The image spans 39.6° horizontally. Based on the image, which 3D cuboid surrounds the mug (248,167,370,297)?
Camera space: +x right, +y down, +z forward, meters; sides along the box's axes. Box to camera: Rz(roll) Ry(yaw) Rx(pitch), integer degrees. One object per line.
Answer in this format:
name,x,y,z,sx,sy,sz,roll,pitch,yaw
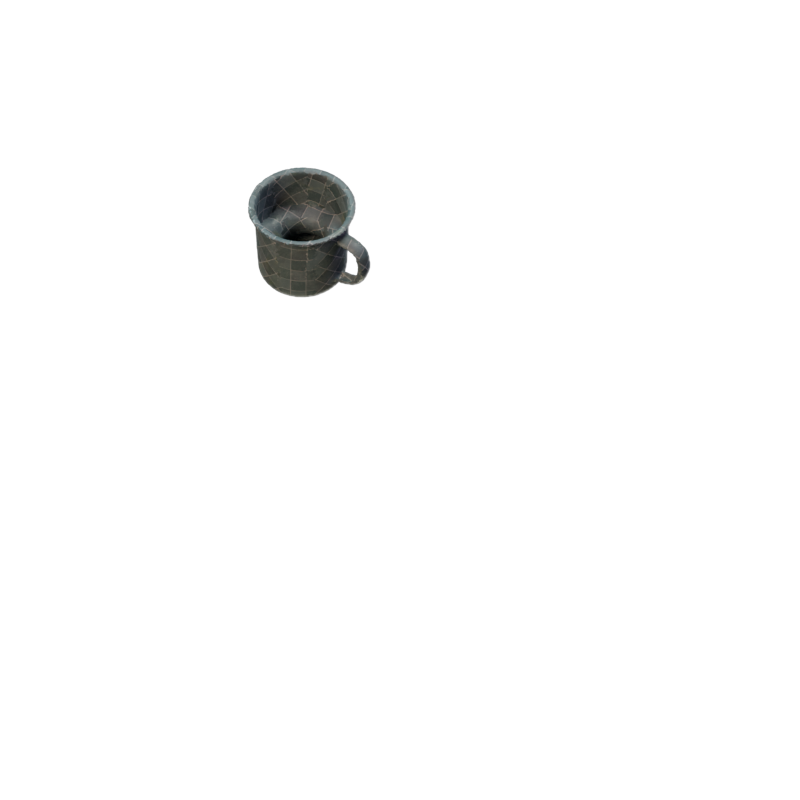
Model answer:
mug,-0.077,-0.140,0.981,0.122,0.096,0.076,28,-34,19
